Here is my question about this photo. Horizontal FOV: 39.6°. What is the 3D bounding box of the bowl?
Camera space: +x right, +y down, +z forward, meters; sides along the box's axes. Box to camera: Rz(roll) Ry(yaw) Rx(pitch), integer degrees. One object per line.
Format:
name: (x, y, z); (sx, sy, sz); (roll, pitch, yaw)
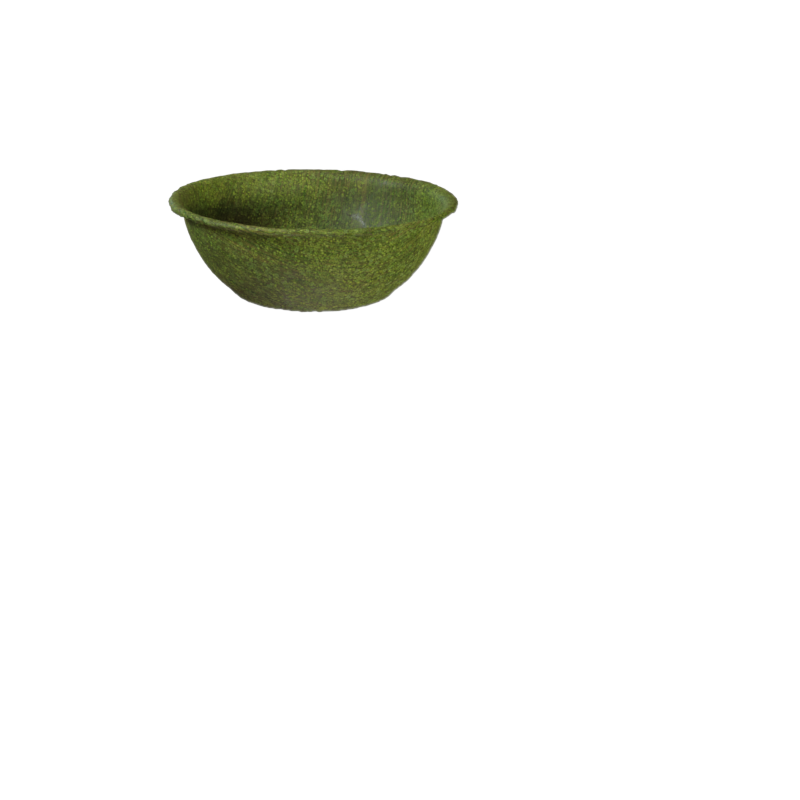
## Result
bowl: (-0.049, -0.089, 0.626); (0.162, 0.053, 0.169); (-1, 21, -2)
